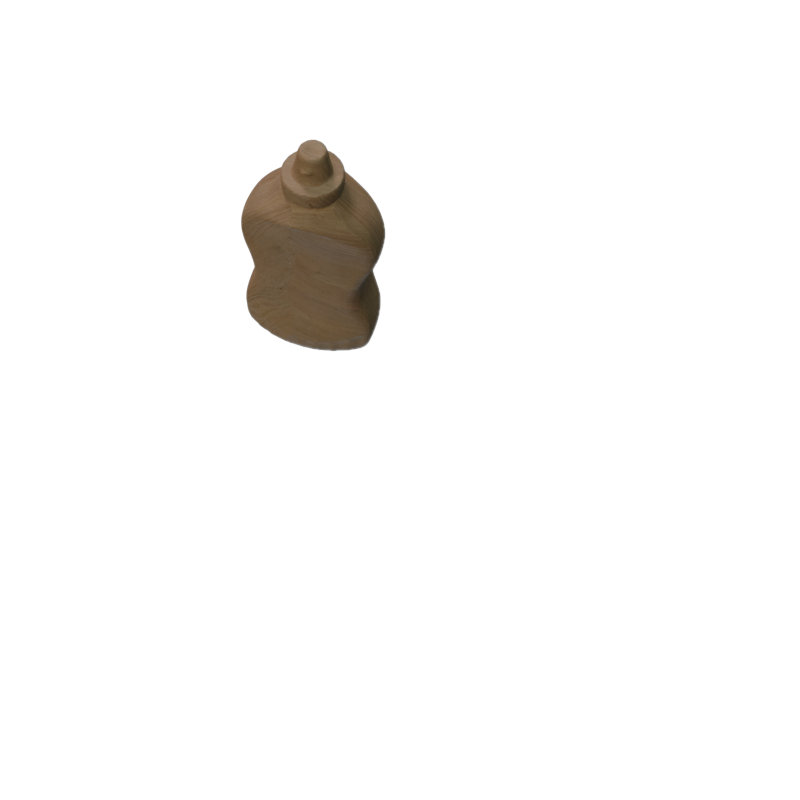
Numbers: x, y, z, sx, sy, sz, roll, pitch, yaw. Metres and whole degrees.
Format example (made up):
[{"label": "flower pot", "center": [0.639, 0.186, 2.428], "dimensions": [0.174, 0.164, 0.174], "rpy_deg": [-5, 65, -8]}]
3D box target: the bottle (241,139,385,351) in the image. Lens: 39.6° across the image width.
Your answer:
[{"label": "bottle", "center": [-0.059, -0.107, 0.752], "dimensions": [0.098, 0.061, 0.180], "rpy_deg": [18, -31, 8]}]
